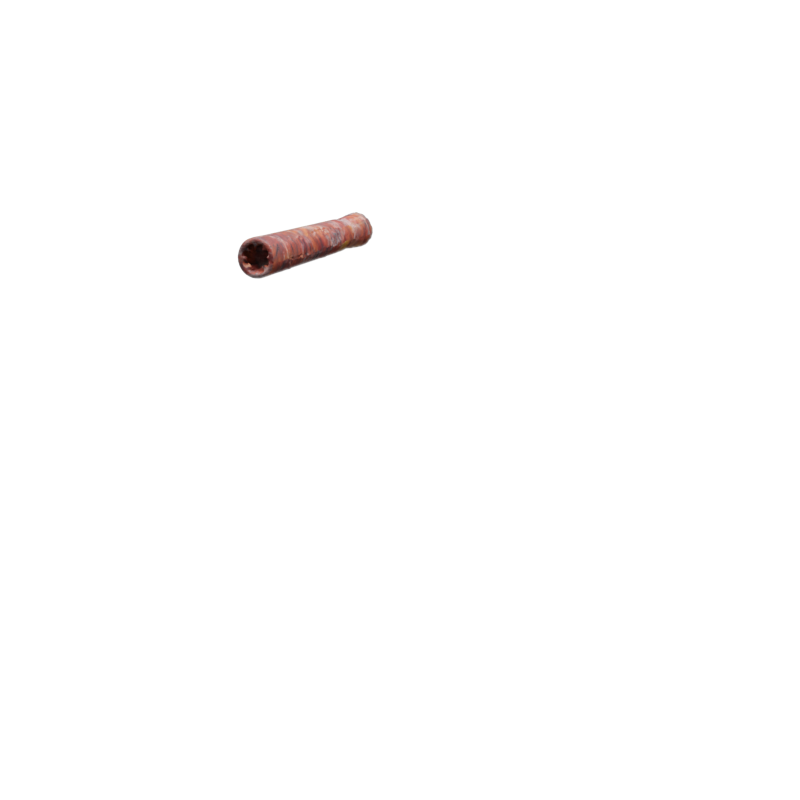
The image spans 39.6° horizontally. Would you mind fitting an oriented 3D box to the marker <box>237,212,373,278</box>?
[{"bbox_3d":[-0.043,-0.078,0.548,0.020,0.019,0.120,1,15,22],"label":"marker"}]
